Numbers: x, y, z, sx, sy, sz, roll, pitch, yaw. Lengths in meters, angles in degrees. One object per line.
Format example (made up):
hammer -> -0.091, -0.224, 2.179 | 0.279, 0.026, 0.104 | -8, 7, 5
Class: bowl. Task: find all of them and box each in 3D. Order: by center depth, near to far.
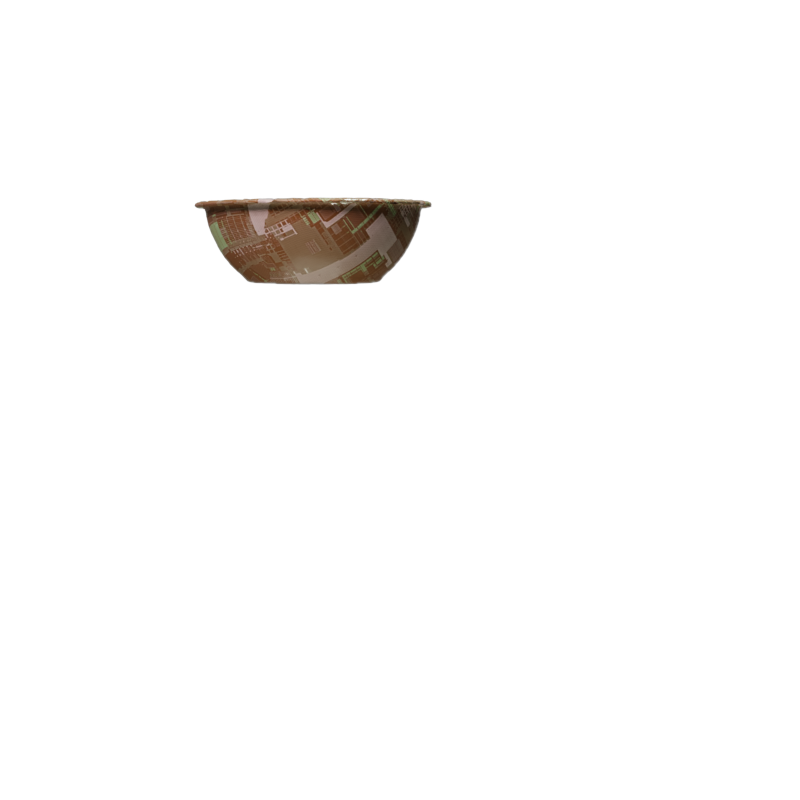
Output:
bowl -> -0.059, -0.108, 0.758 | 0.162, 0.055, 0.164 | 0, 8, -2
